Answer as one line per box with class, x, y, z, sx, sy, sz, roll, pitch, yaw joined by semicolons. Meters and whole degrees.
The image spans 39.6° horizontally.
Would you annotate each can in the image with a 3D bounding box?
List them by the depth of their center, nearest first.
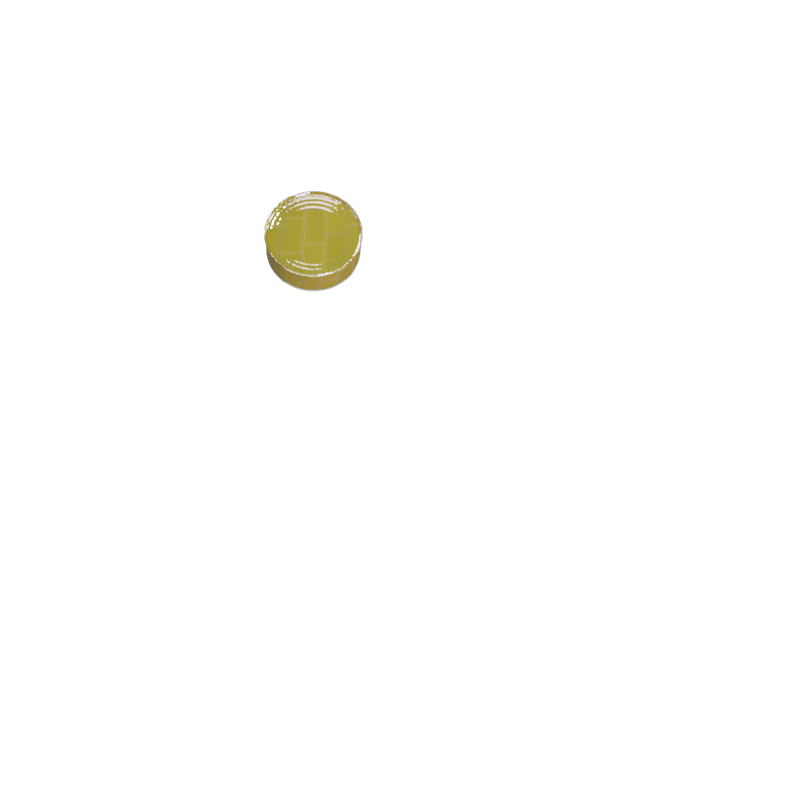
can;-0.077;-0.140;0.977;0.086;0.091;0.032;-1;-28;-1
